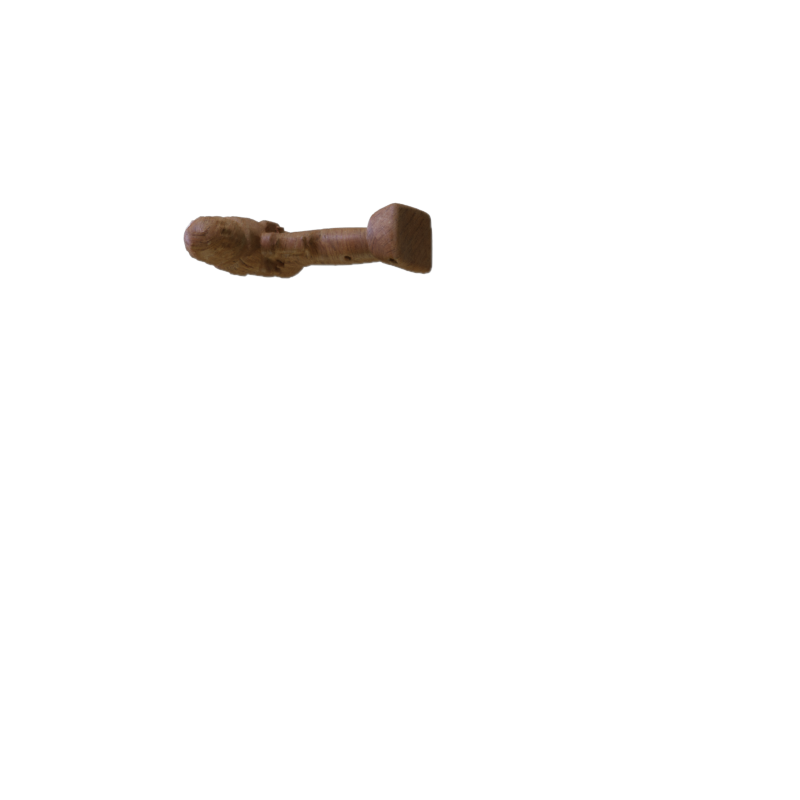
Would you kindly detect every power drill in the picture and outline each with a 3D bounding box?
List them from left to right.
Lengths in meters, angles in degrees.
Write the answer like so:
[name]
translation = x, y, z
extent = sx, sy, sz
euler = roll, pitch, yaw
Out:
[power drill]
translation = -0.077, -0.140, 0.984
extent = 0.193, 0.058, 0.179
euler = 1, 3, 23
